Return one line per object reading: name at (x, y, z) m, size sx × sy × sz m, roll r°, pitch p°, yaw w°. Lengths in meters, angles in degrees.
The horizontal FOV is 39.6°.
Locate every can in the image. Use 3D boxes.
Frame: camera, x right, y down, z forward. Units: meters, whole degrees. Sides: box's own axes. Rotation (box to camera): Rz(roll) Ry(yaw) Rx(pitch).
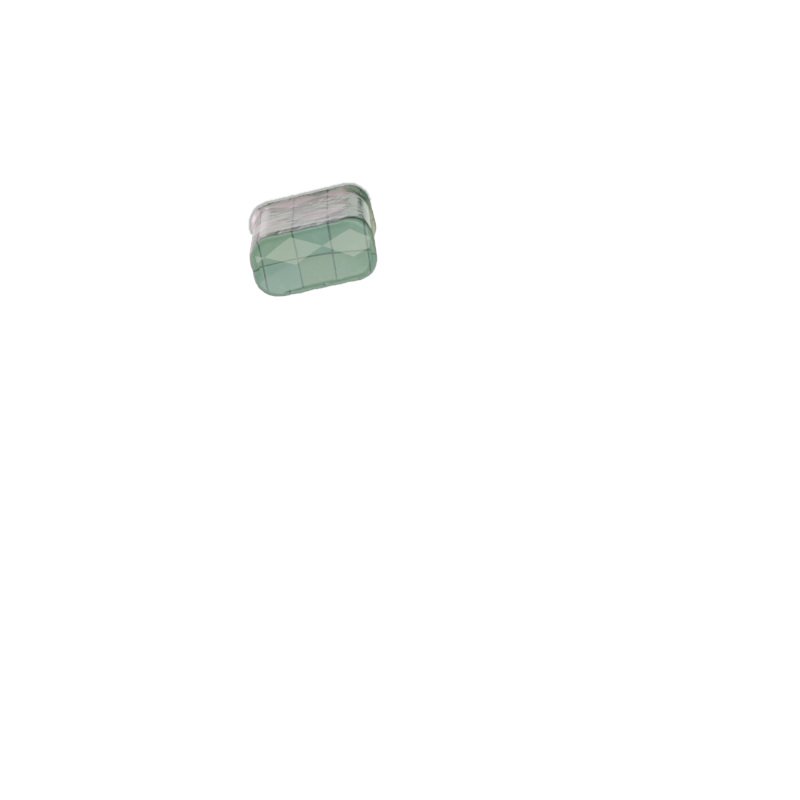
can at (-0.069, -0.126, 0.881) m, size 0.102 × 0.055 × 0.088 m, roll -13°, pitch 24°, yaw 3°
